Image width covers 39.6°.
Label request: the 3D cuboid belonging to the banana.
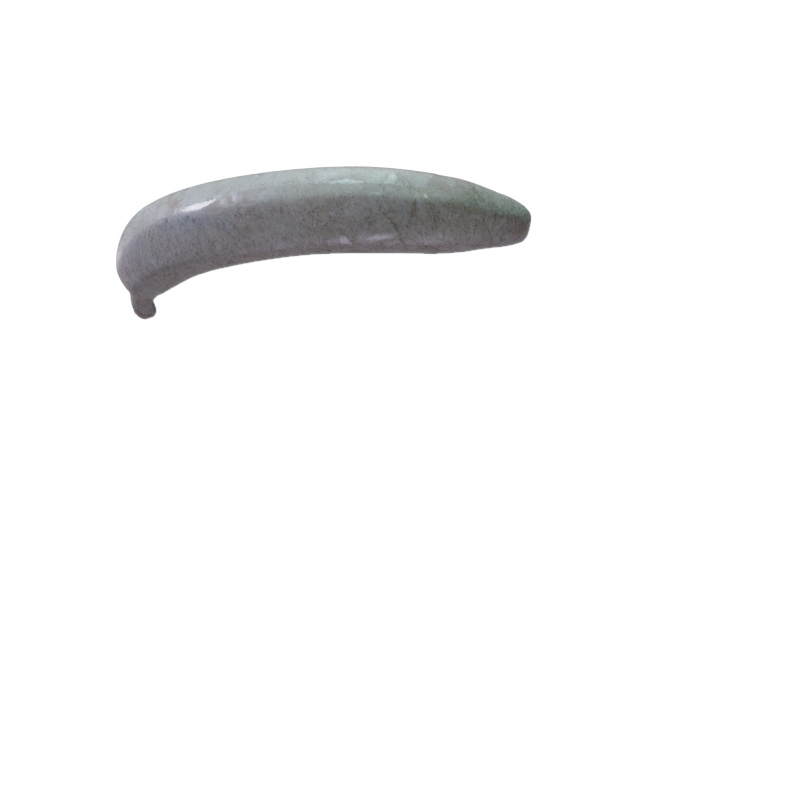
[{"bbox_3d":[-0.049,-0.072,0.468,0.202,0.038,0.065,-7,-16,26],"label":"banana"}]
